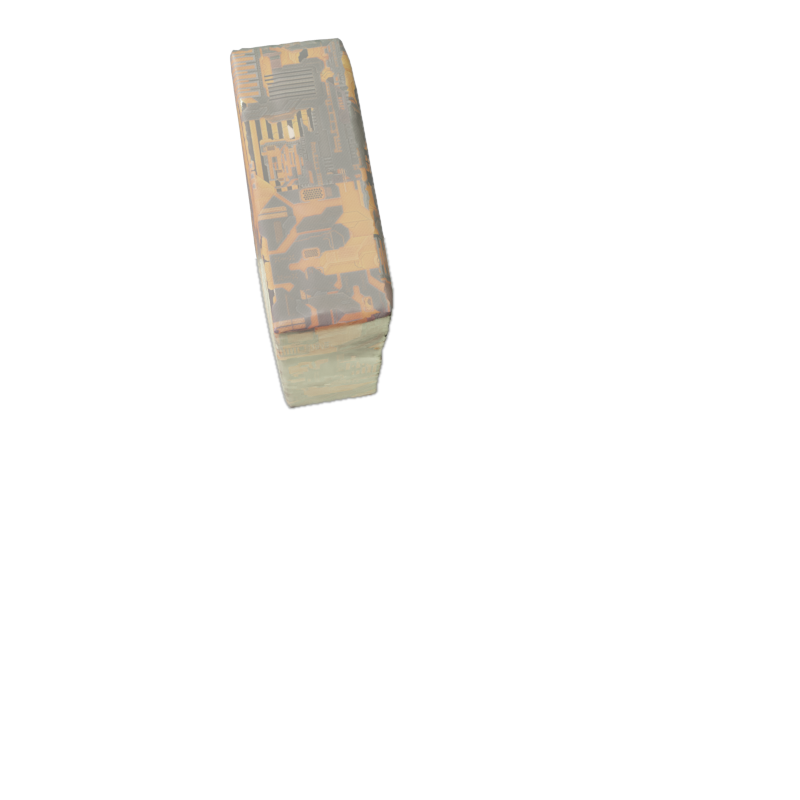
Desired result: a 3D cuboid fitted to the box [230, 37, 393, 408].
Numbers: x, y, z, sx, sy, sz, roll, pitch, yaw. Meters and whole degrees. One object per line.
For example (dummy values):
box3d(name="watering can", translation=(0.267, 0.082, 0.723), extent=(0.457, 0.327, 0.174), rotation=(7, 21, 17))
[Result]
box3d(name="box", translation=(-0.053, -0.097, 0.681), extent=(0.071, 0.171, 0.206), rotation=(-9, -14, -6))
